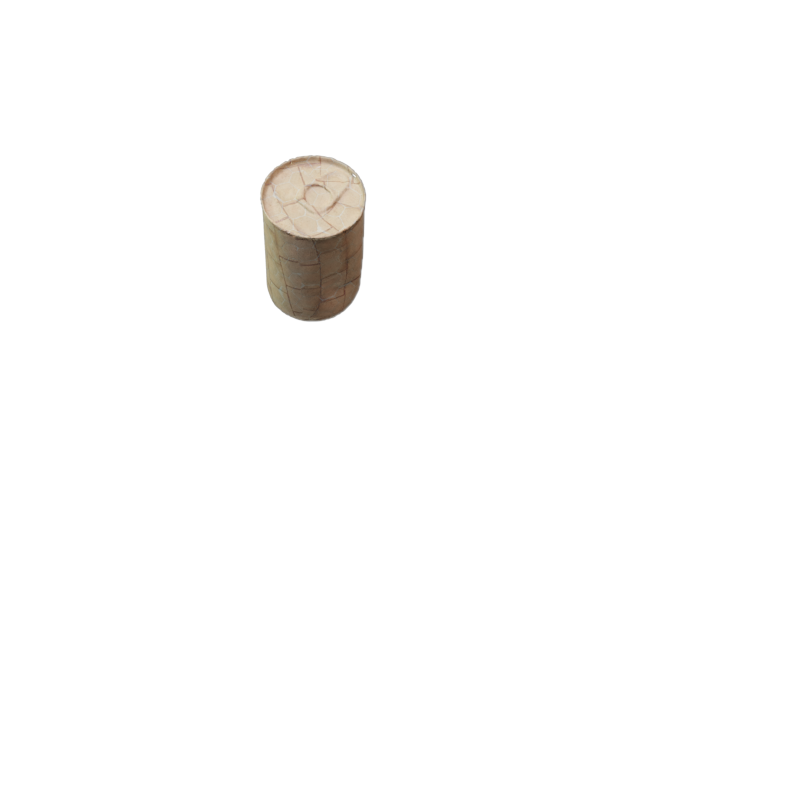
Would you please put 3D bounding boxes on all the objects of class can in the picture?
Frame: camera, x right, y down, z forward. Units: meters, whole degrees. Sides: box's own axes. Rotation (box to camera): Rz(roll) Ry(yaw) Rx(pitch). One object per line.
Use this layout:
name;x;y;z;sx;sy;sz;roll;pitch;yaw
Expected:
can;-0.059;-0.107;0.749;0.068;0.073;0.096;0;-32;-3
